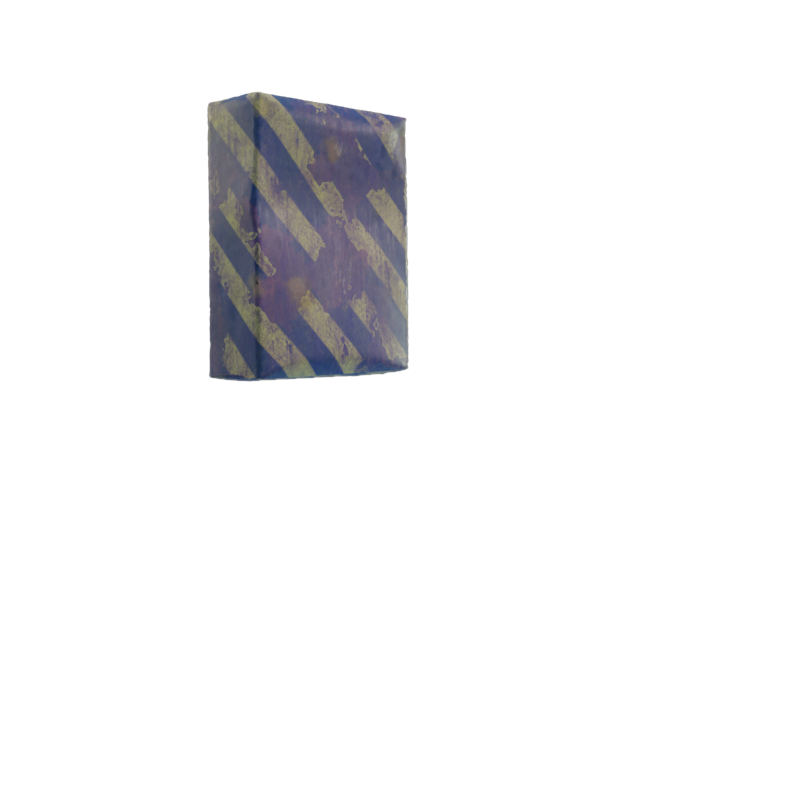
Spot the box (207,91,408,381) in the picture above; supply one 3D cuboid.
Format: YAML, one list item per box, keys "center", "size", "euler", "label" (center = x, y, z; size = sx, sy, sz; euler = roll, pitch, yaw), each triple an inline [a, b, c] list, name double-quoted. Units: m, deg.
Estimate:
- center: [-0.069, -0.125, 0.879]
  size: [0.157, 0.215, 0.074]
  euler: [1, -3, -44]
  label: "box"
